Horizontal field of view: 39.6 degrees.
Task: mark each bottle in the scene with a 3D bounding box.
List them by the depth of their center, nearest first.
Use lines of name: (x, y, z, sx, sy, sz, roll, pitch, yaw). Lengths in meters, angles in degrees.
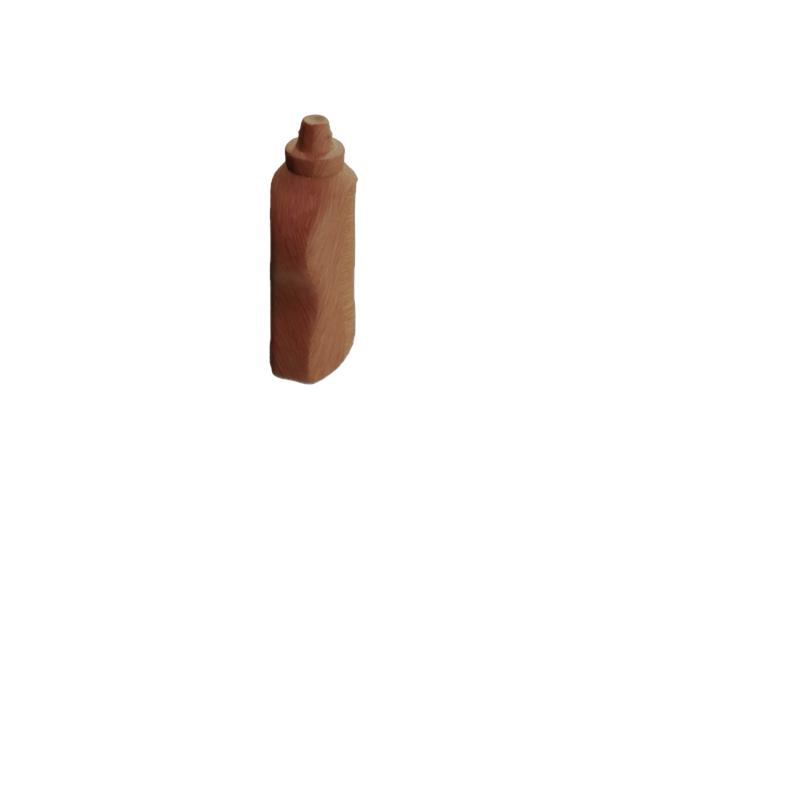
bottle: (-0.061, -0.113, 0.790, 0.060, 0.180, 0.099, 13, 35, 15)
